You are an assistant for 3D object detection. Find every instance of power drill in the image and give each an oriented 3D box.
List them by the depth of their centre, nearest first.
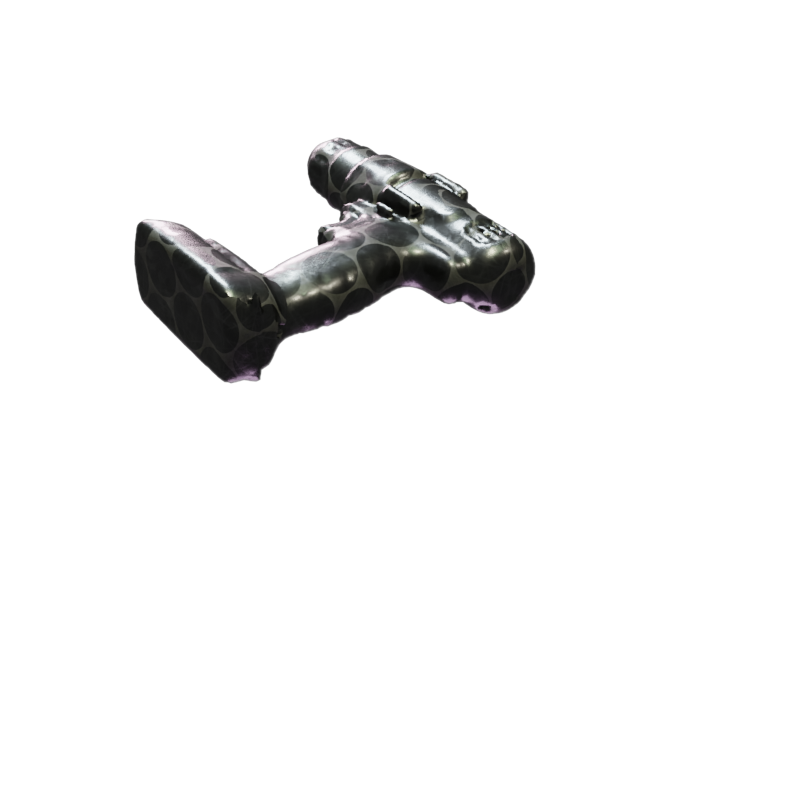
[{"bbox_3d":[-0.048,-0.088,0.617,0.186,0.054,0.198,-22,40,-29],"label":"power drill"}]
